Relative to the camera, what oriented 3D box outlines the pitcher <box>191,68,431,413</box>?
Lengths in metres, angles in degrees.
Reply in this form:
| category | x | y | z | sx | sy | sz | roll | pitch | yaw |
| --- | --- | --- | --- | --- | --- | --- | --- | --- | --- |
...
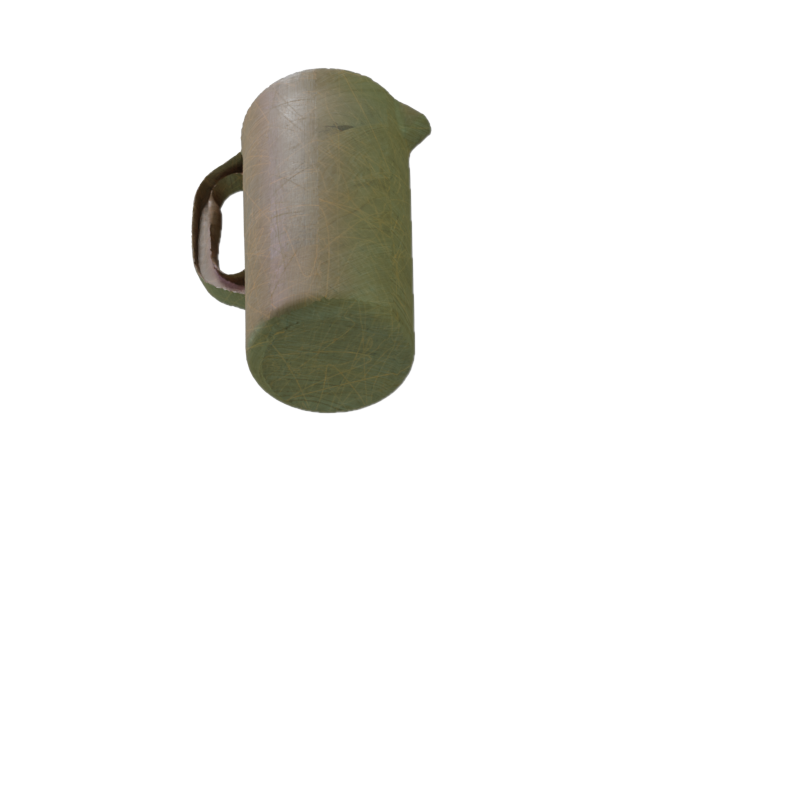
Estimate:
| category | x | y | z | sx | sy | sz | roll | pitch | yaw |
| --- | --- | --- | --- | --- | --- | --- | --- | --- | --- |
| pitcher | -0.062 | -0.112 | 0.786 | 0.139 | 0.261 | 0.144 | 19 | -48 | -22 |
